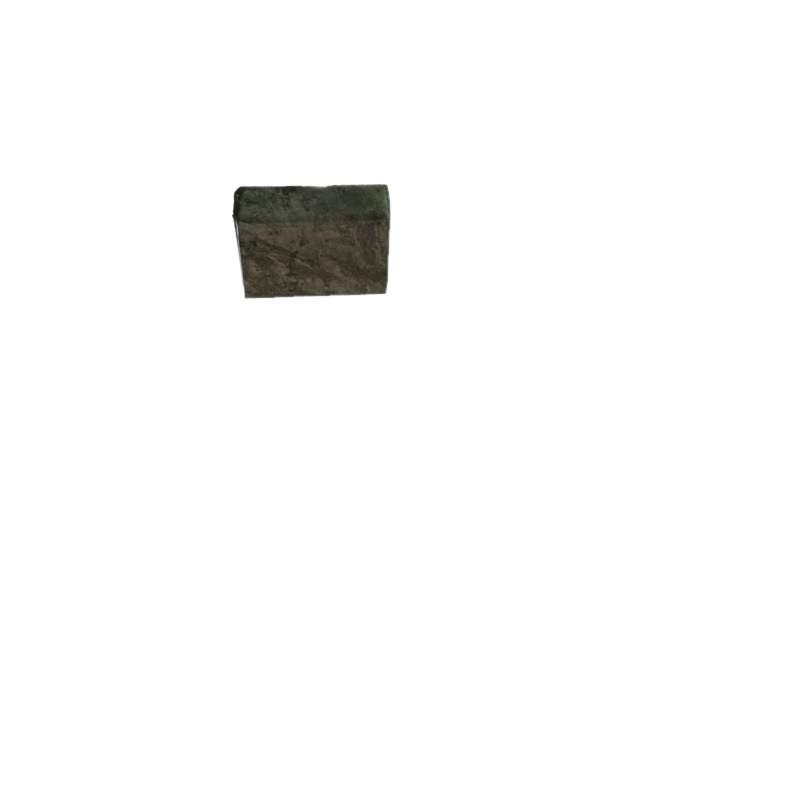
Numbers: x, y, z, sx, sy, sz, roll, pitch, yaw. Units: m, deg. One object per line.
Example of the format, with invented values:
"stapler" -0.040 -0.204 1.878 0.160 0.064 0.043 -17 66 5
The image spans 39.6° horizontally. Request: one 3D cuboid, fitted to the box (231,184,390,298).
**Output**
"box" -0.051 -0.093 0.652 0.089 0.032 0.068 0 -34 0
